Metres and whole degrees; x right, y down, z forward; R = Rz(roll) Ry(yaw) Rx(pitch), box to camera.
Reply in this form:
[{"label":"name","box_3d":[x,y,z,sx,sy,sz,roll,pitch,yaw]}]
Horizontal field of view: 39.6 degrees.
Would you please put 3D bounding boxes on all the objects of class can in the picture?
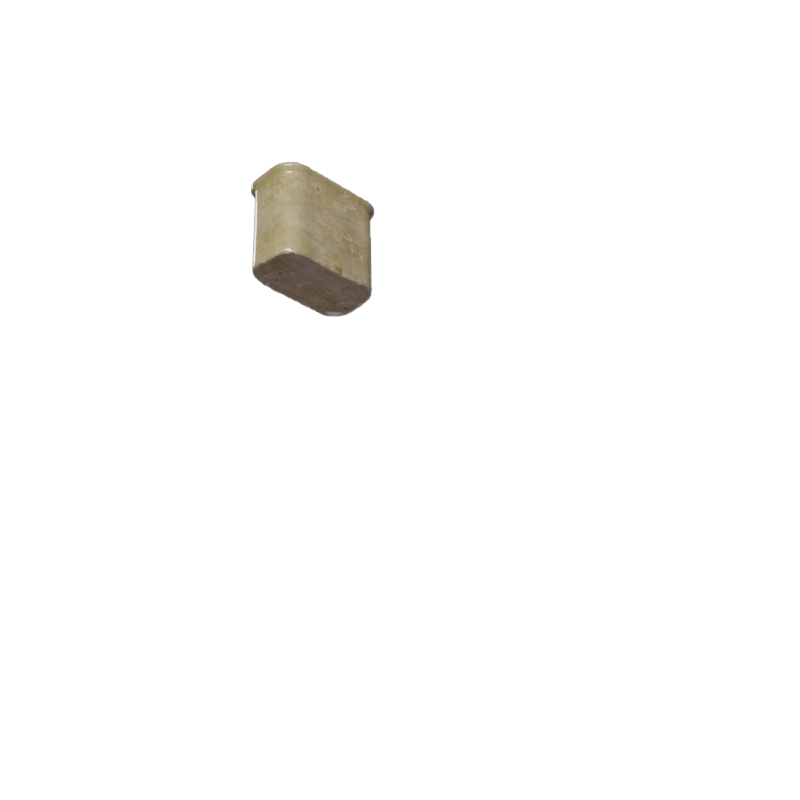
[{"label":"can","box_3d":[-0.067,-0.123,0.862,0.096,0.090,0.057,25,-42,-36]}]
